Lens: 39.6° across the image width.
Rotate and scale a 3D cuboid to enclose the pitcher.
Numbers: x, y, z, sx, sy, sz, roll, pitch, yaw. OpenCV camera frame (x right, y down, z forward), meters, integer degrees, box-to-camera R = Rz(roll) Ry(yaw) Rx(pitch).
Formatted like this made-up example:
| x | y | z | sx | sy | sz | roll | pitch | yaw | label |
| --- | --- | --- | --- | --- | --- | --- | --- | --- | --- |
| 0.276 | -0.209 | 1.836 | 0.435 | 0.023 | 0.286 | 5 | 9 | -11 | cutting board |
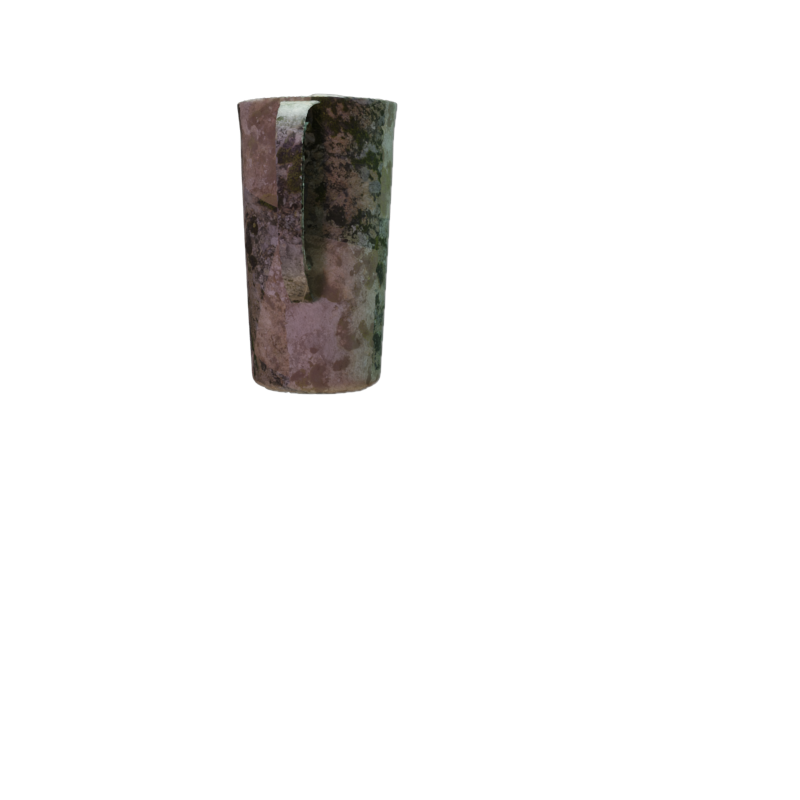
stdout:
| x | y | z | sx | sy | sz | roll | pitch | yaw | label |
| --- | --- | --- | --- | --- | --- | --- | --- | --- | --- |
| -0.072 | -0.130 | 0.914 | 0.144 | 0.242 | 0.151 | -2 | 3 | -37 | pitcher |
